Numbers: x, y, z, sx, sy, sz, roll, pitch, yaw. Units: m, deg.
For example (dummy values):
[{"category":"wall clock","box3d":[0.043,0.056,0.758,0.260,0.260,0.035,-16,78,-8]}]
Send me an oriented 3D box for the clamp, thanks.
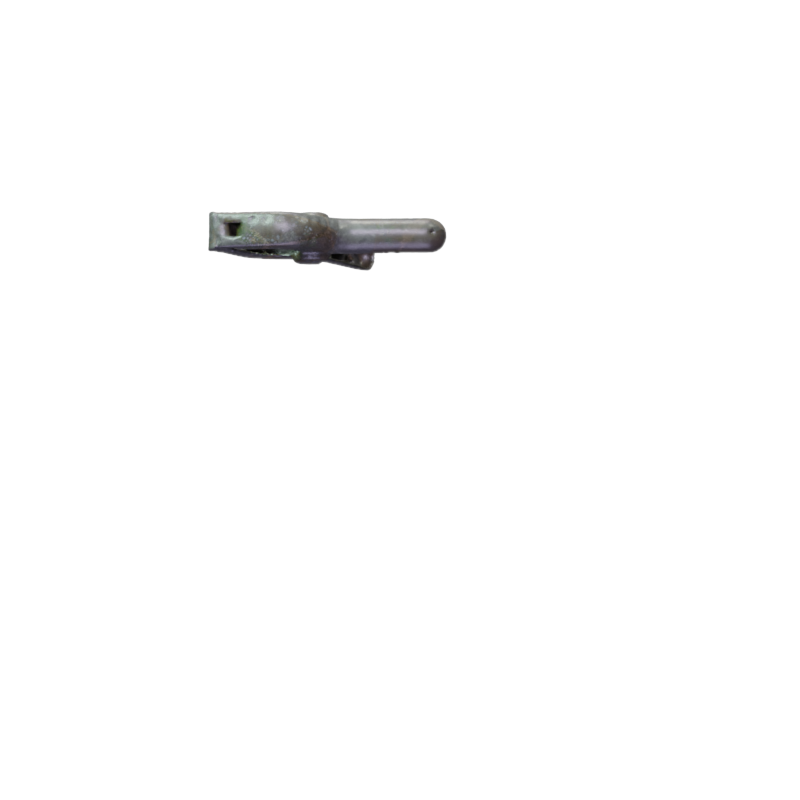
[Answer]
[{"category":"clamp","box3d":[-0.065,-0.119,0.833,0.167,0.040,0.120,3,-10,-19]}]
